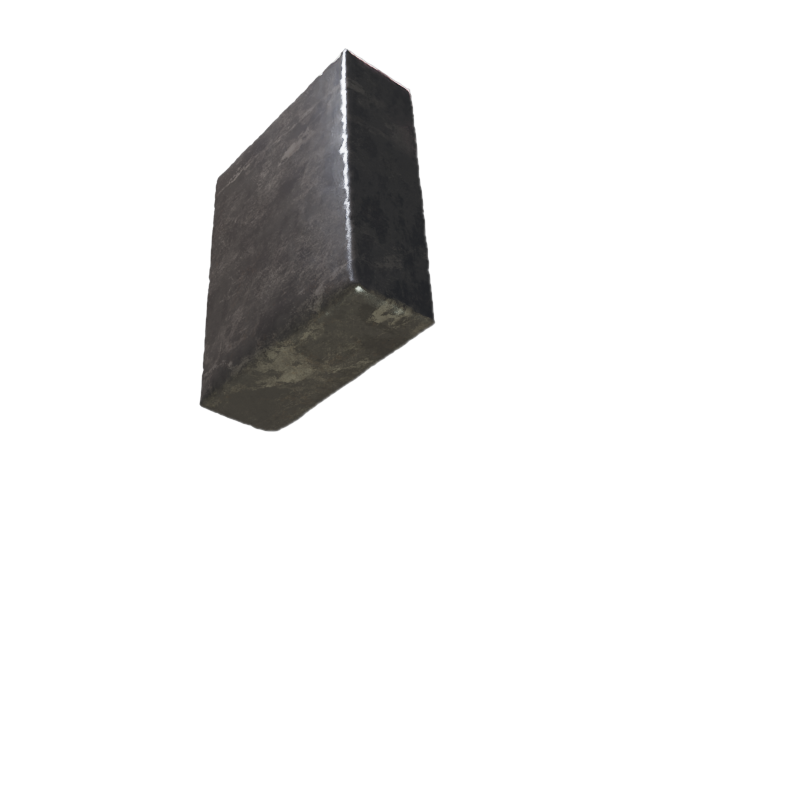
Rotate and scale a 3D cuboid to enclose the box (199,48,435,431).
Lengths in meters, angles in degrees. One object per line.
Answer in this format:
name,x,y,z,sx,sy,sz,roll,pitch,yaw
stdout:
box,-0.059,-0.108,0.759,0.068,0.229,0.162,27,-46,-32
